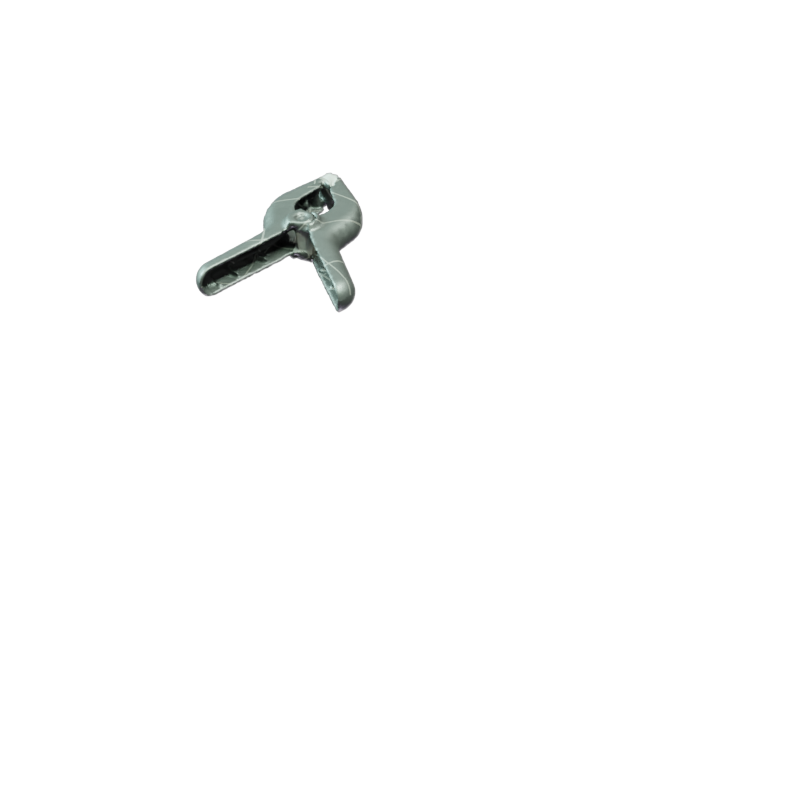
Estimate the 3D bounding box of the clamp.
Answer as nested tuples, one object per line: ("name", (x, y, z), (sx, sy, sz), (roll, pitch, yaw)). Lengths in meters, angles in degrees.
("clamp", (-0.067, -0.122, 0.858), (0.124, 0.037, 0.177), (16, 44, 17))
